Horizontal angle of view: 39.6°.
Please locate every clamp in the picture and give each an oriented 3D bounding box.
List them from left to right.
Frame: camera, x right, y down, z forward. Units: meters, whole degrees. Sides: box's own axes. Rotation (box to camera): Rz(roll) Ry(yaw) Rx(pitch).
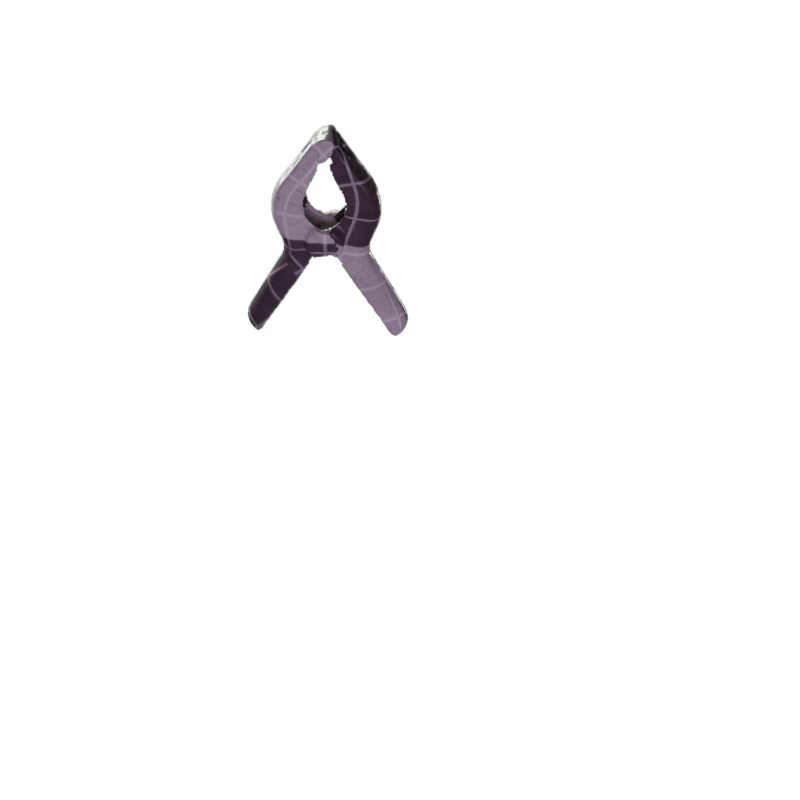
[{"bbox_3d":[-0.063,-0.116,0.809,0.120,0.161,0.042,-7,28,4],"label":"clamp"}]
